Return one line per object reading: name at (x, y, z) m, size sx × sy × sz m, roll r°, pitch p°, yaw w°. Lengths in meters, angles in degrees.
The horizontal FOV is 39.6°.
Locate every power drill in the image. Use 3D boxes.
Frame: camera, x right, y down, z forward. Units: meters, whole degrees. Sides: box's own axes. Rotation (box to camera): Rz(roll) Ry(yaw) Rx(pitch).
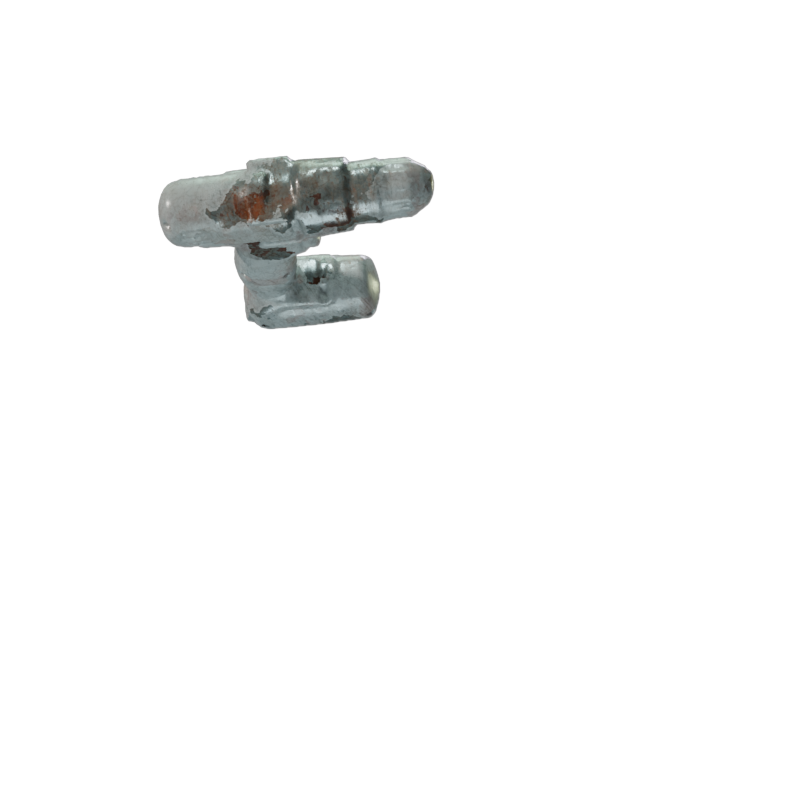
power drill at (-0.062, -0.114, 0.797) m, size 0.186 × 0.060 × 0.176 m, roll -3°, pitch -21°, yaw 8°
